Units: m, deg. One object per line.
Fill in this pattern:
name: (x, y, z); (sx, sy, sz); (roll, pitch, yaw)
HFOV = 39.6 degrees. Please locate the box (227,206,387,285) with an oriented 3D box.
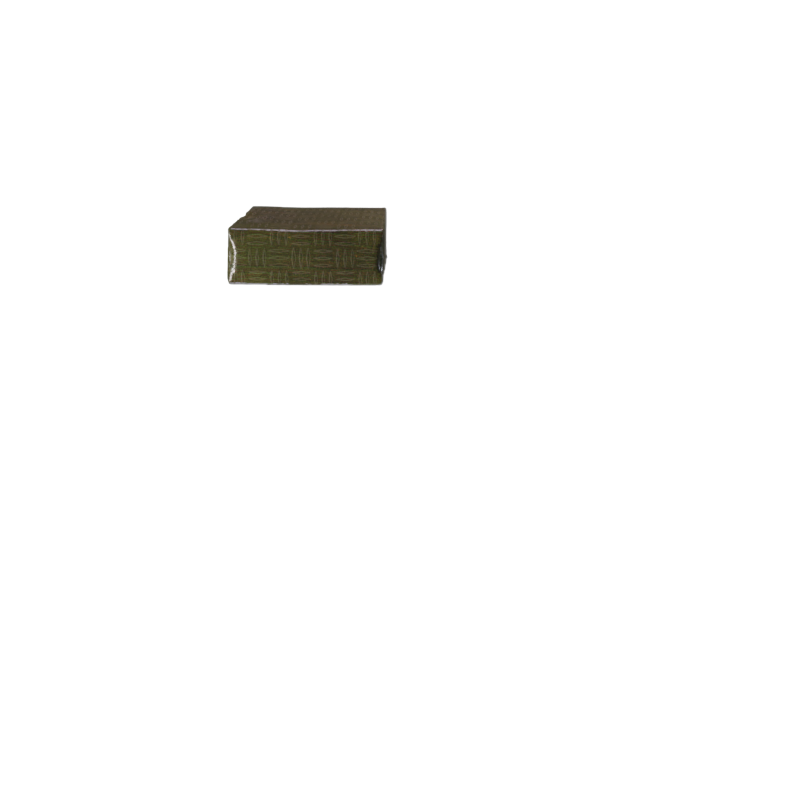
box: (-0.043, -0.079, 0.554); (0.073, 0.029, 0.091); (1, 16, 3)
